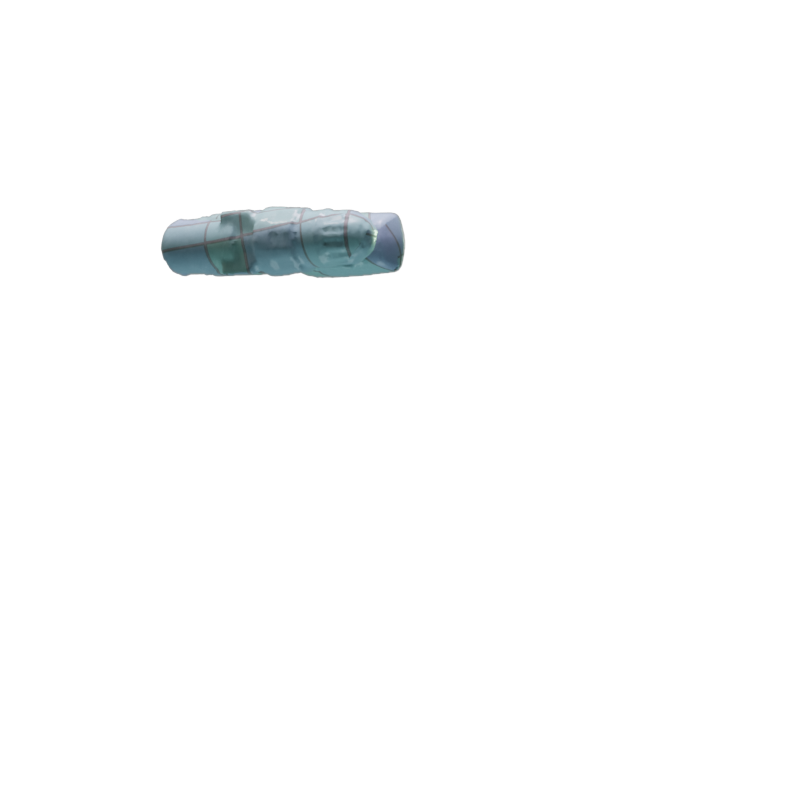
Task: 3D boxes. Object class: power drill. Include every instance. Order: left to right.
[{"bbox_3d":[-0.070,-0.128,0.895,0.191,0.057,0.182,3,6,29],"label":"power drill"}]
